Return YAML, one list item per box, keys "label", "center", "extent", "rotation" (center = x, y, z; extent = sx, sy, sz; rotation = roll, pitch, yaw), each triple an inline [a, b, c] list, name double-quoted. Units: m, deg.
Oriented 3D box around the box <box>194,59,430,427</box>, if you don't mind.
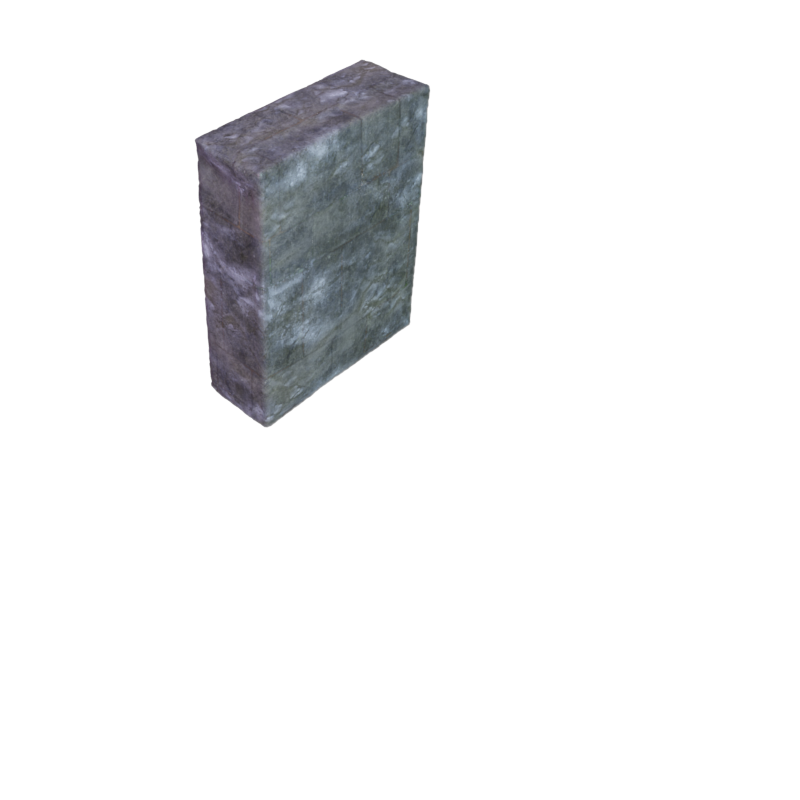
- label: "box"
  center: [-0.061, -0.112, 0.785]
  extent: [0.076, 0.200, 0.165]
  rotation: [29, 46, 29]
